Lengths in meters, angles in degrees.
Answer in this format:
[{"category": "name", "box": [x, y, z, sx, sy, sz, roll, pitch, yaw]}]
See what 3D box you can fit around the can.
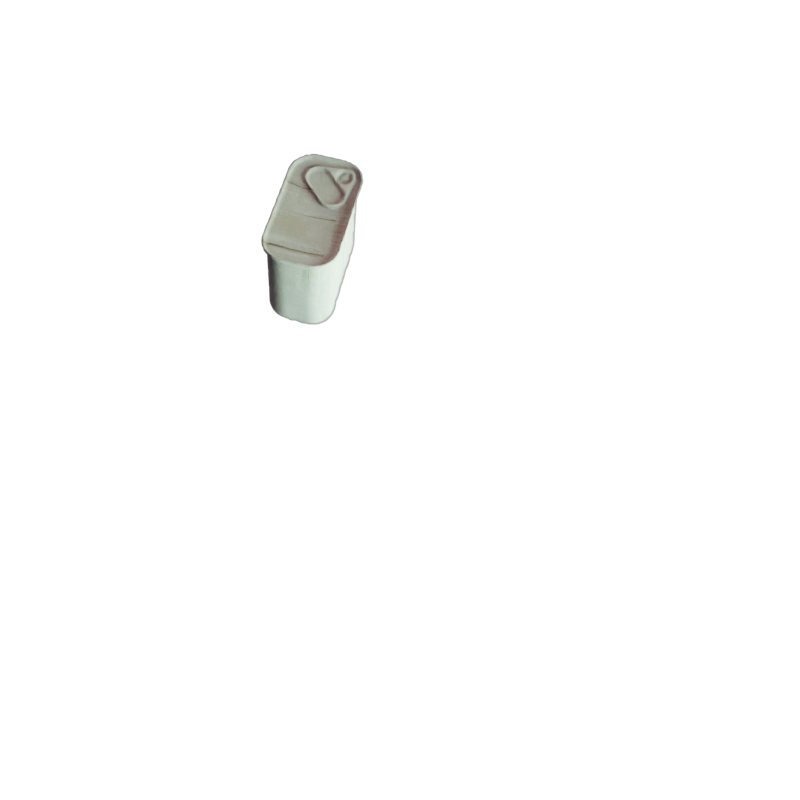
[{"category": "can", "box": [-0.066, -0.120, 0.840, 0.058, 0.107, 0.078, 13, -32, 5]}]
